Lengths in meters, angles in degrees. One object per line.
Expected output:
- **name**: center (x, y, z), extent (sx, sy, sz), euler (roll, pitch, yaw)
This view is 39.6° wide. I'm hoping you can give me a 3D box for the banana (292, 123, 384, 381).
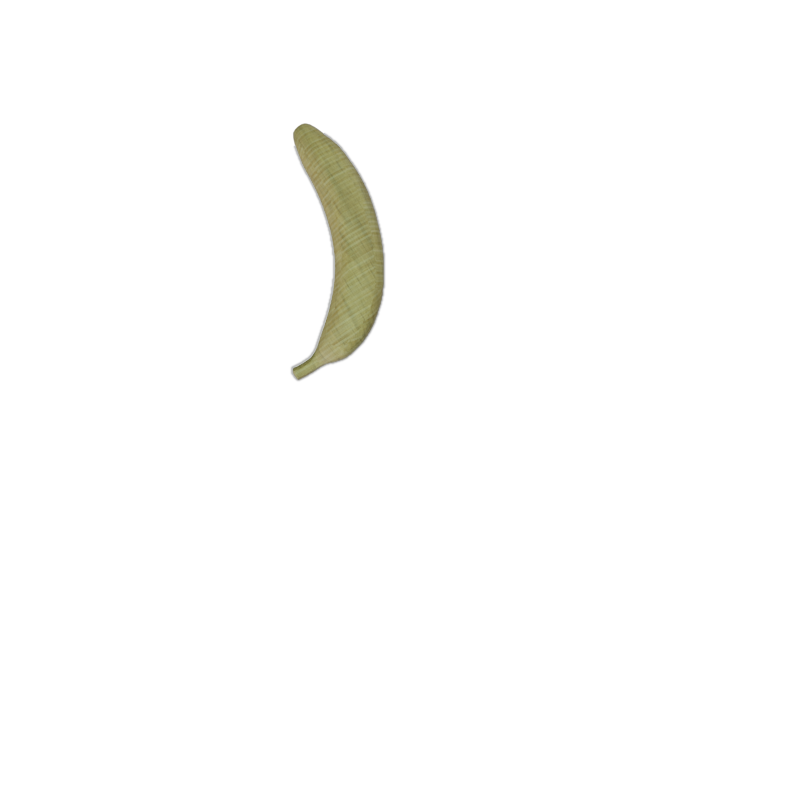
- **banana**: center (-0.047, -0.115, 0.831), extent (0.069, 0.204, 0.036), euler (0, -14, -1)
